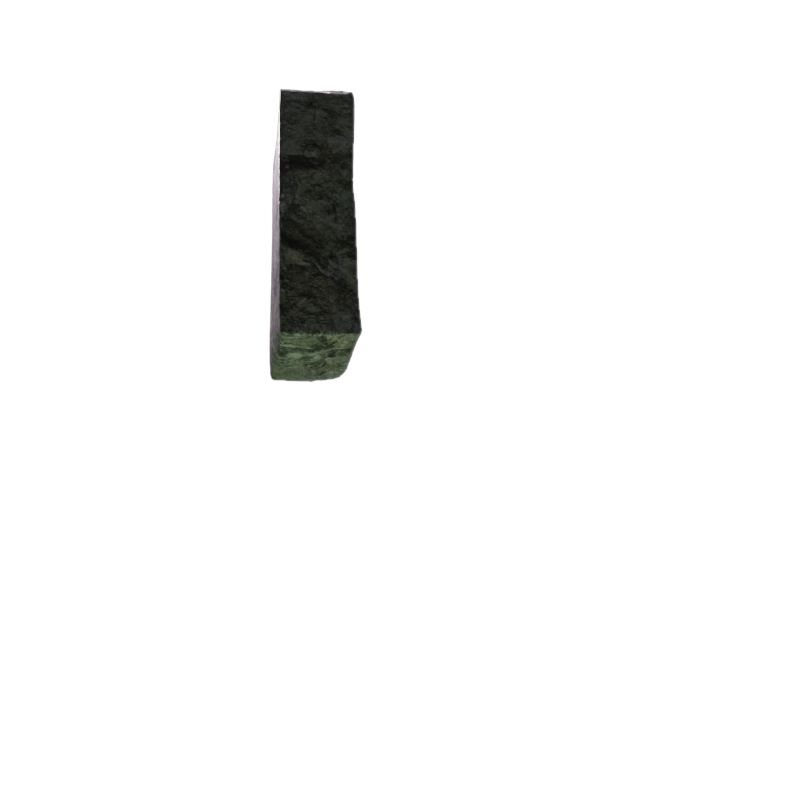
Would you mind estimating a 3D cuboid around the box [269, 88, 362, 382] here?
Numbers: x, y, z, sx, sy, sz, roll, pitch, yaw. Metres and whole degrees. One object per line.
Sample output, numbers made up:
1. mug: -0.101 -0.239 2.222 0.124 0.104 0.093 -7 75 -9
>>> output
1. box: -0.075 -0.137 0.962 0.071 0.223 0.159 1 -17 -8
